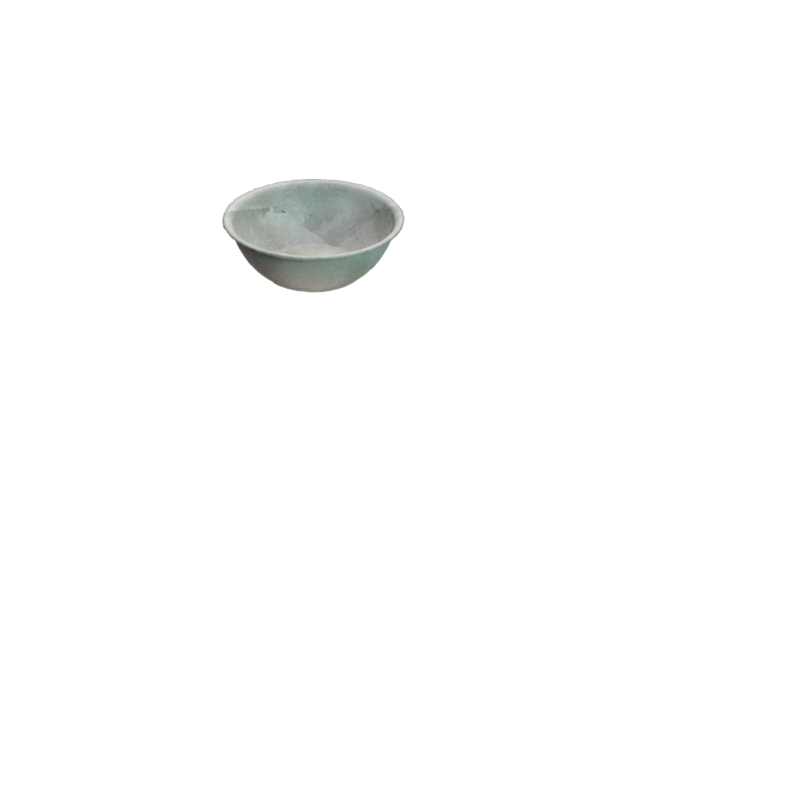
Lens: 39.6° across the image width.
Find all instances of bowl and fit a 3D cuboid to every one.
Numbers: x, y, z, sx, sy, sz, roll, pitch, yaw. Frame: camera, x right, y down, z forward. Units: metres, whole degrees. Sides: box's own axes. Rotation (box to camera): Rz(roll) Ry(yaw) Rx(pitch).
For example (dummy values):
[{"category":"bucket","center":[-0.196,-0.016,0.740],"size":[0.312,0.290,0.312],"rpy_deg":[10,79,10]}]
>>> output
[{"category":"bowl","center":[-0.078,-0.142,0.998],"size":[0.162,0.052,0.172],"rpy_deg":[-1,33,-2]}]
